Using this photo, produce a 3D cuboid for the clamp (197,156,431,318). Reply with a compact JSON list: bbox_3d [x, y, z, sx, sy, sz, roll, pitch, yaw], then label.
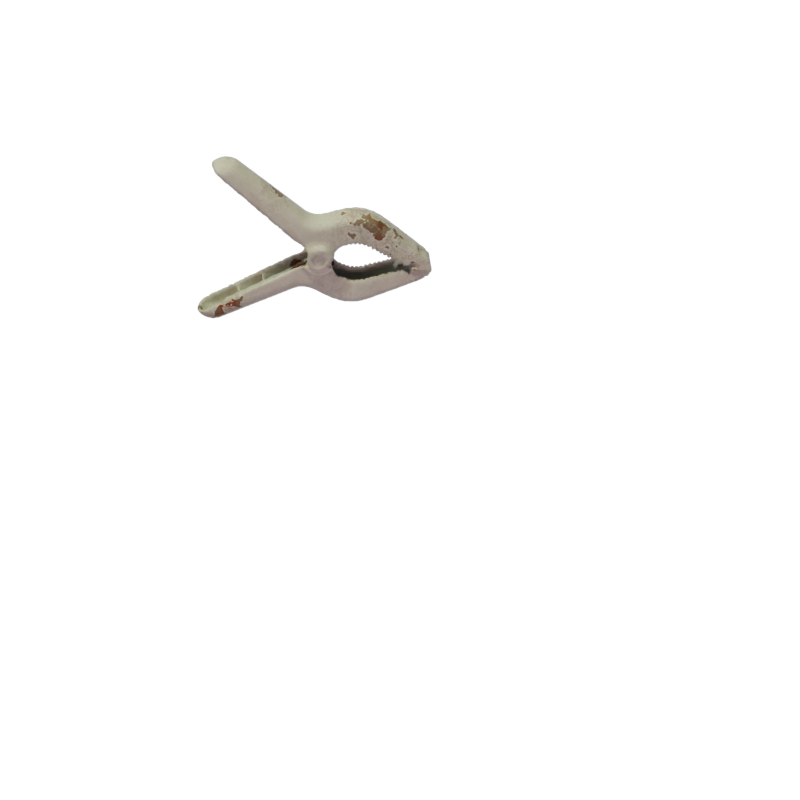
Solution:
[{"bbox_3d":[-0.077,-0.140,0.979,0.210,0.154,0.039,1,37,-1],"label":"clamp"}]
